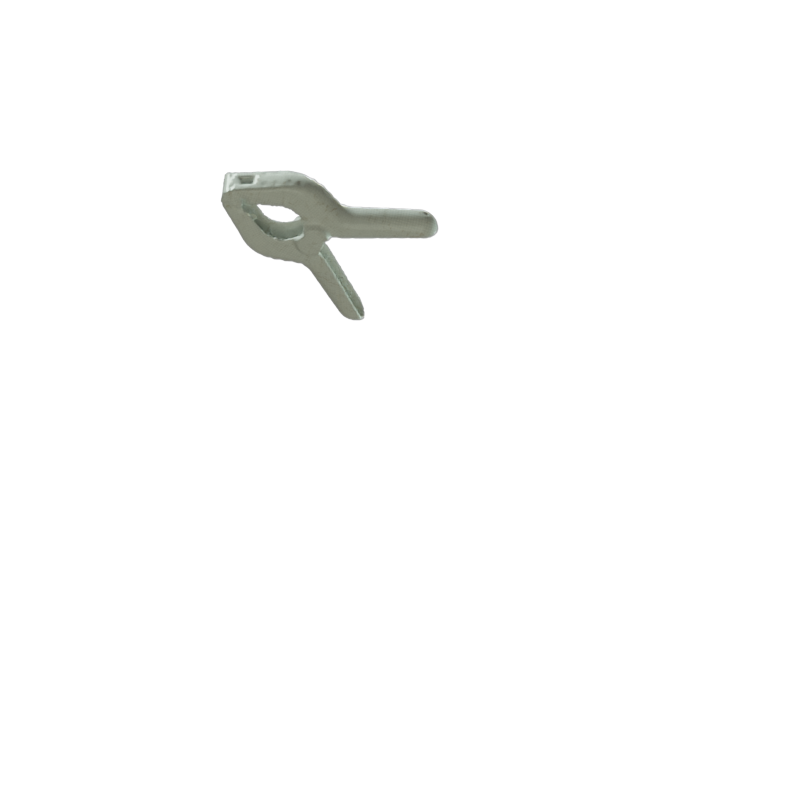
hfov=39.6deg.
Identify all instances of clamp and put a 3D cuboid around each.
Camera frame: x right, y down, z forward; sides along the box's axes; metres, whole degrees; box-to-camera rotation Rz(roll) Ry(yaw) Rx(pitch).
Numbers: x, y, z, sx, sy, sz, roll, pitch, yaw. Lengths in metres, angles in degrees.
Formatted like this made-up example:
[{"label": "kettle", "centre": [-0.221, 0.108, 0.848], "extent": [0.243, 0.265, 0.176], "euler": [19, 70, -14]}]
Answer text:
[{"label": "clamp", "centre": [-0.069, -0.127, 0.887], "extent": [0.167, 0.115, 0.042], "euler": [20, 31, -13]}]
